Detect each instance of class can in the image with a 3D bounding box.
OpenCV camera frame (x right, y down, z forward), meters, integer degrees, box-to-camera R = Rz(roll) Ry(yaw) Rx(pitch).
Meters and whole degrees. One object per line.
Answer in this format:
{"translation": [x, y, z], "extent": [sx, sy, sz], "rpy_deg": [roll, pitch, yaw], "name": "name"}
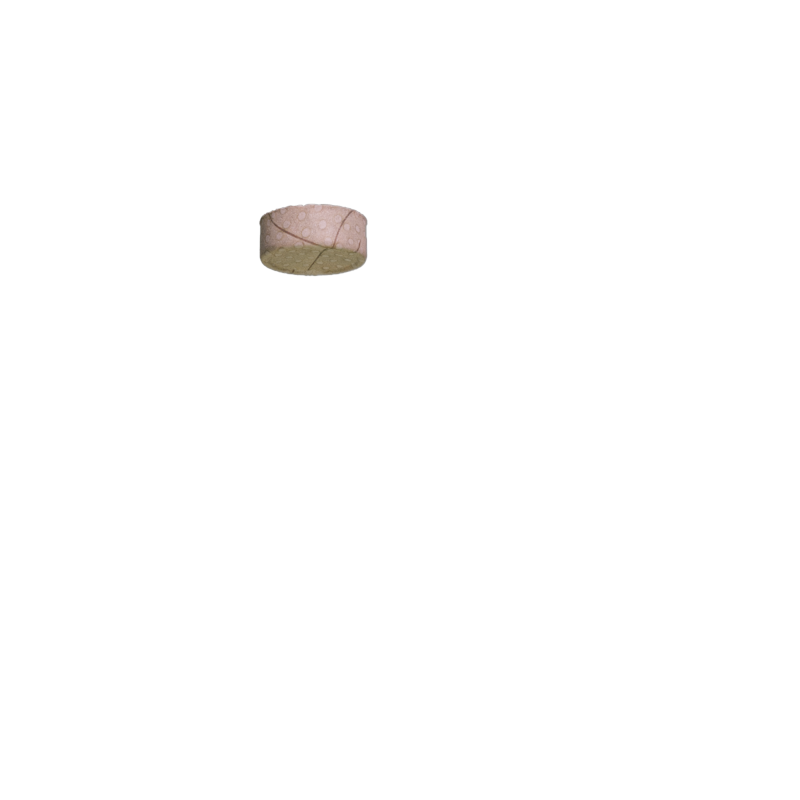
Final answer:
{"translation": [-0.068, -0.124, 0.872], "extent": [0.086, 0.035, 0.083], "rpy_deg": [0, -11, -2], "name": "can"}
